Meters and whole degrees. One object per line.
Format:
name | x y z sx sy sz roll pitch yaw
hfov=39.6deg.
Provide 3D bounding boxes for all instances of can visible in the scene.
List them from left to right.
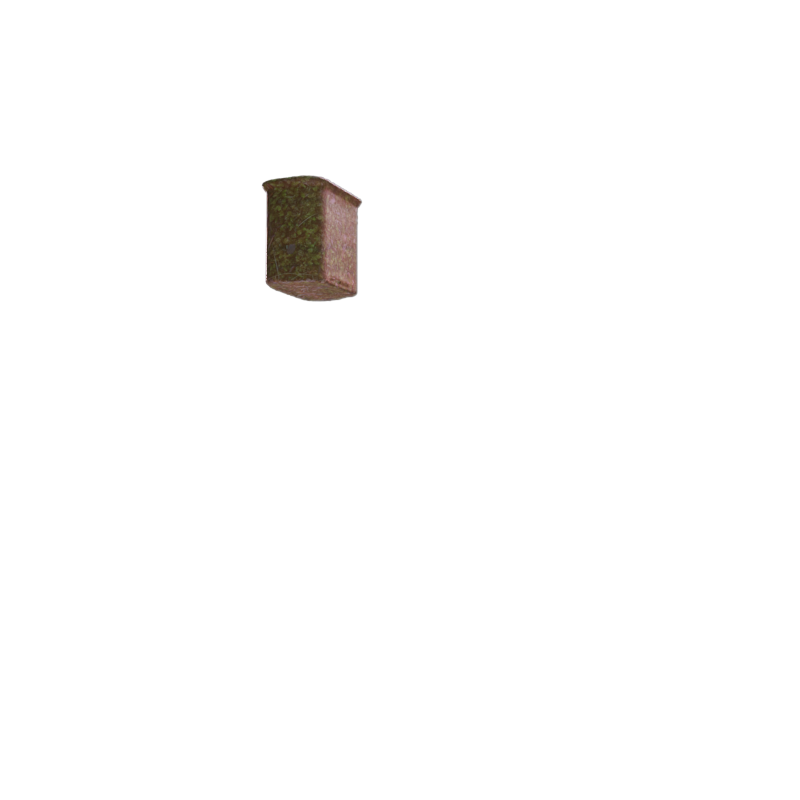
can | -0.071 -0.129 0.904 0.059 0.086 0.097 -4 -9 22
